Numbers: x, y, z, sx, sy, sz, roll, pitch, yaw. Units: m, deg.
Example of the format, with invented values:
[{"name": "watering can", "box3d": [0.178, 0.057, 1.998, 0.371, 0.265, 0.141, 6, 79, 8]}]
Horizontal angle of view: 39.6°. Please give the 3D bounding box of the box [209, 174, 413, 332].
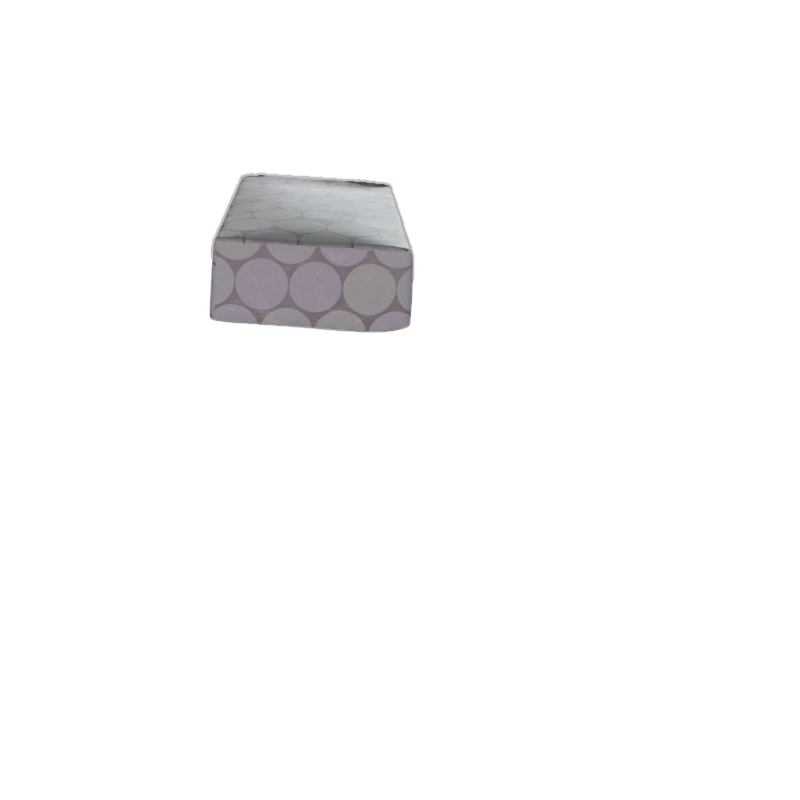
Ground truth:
[{"name": "box", "box3d": [-0.046, -0.084, 0.585, 0.093, 0.046, 0.184, 3, 22, -5]}]
